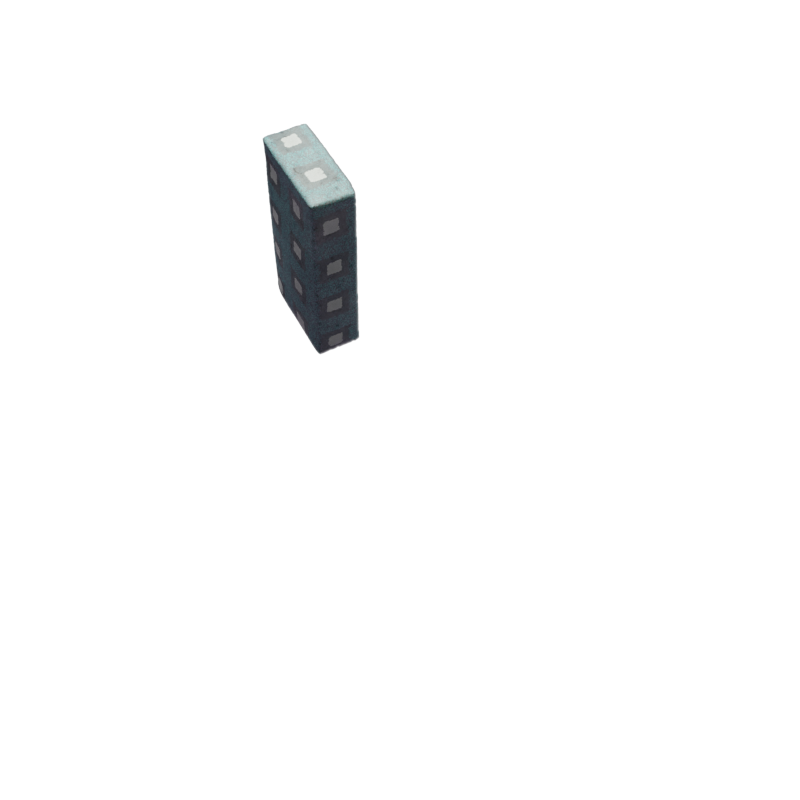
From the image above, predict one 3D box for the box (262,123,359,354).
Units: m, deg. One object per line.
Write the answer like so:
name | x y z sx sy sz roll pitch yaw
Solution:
box | -0.071 -0.130 0.912 0.048 0.101 0.164 -19 -36 -19
